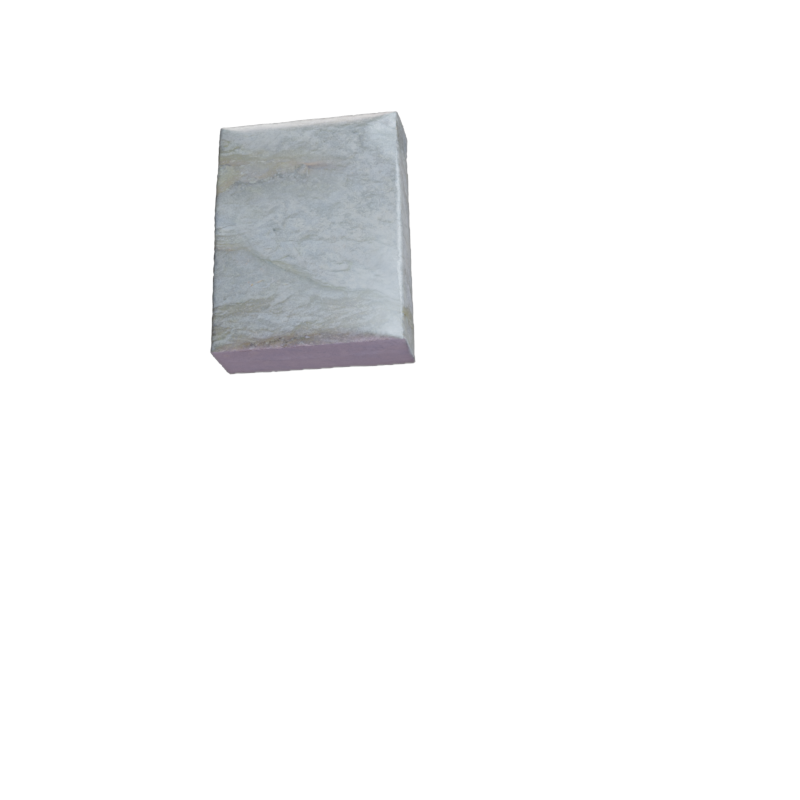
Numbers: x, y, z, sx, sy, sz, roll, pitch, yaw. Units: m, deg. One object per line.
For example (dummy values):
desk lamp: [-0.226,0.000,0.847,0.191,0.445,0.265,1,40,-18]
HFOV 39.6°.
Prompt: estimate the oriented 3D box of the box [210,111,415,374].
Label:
box: [-0.075,-0.136,0.955,0.166,0.225,0.068,-4,-22,9]
